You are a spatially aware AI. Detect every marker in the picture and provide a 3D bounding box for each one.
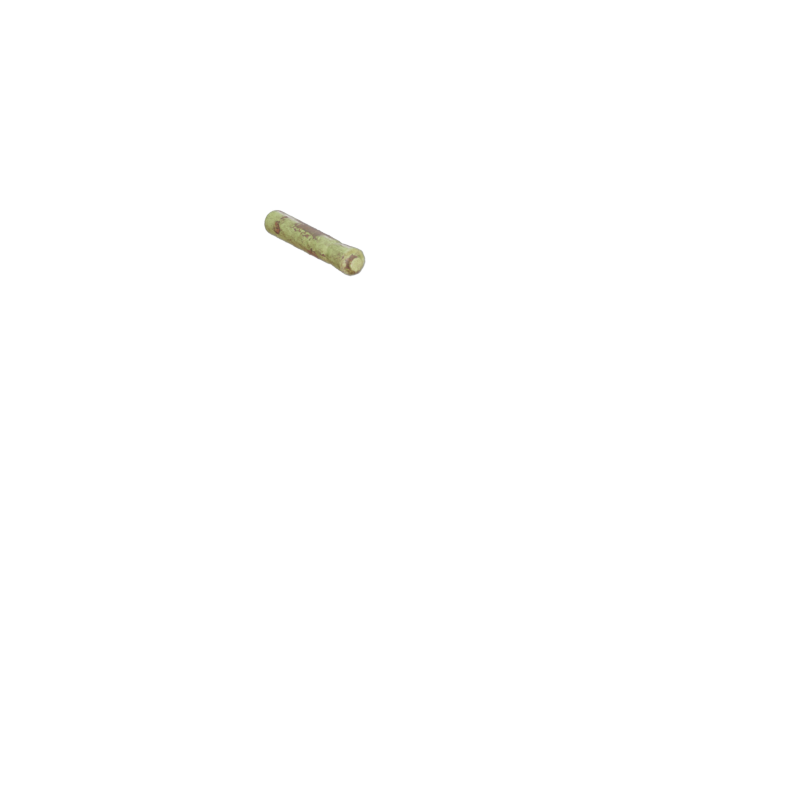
[{"bbox_3d":[-0.059,-0.108,0.757,0.019,0.019,0.129,-2,21,-31],"label":"marker"}]
